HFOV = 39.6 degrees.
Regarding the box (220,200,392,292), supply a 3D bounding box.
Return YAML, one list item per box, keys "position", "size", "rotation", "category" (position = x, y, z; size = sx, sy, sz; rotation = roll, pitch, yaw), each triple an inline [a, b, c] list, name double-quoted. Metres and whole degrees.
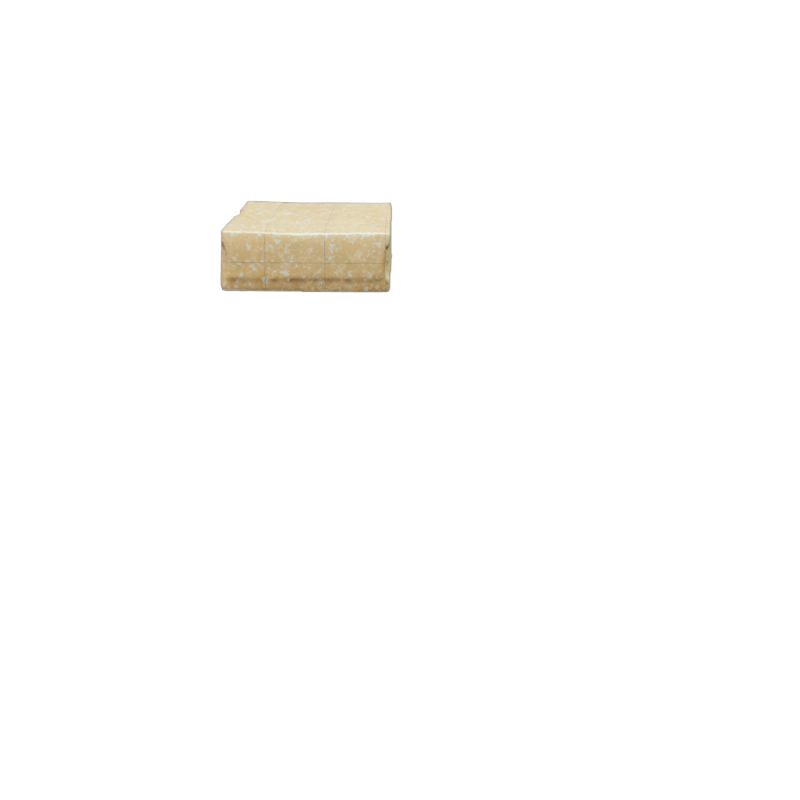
- position: [-0.040, -0.073, 0.511]
  size: [0.073, 0.029, 0.092]
  rotation: [1, 18, 2]
  category: "box"
